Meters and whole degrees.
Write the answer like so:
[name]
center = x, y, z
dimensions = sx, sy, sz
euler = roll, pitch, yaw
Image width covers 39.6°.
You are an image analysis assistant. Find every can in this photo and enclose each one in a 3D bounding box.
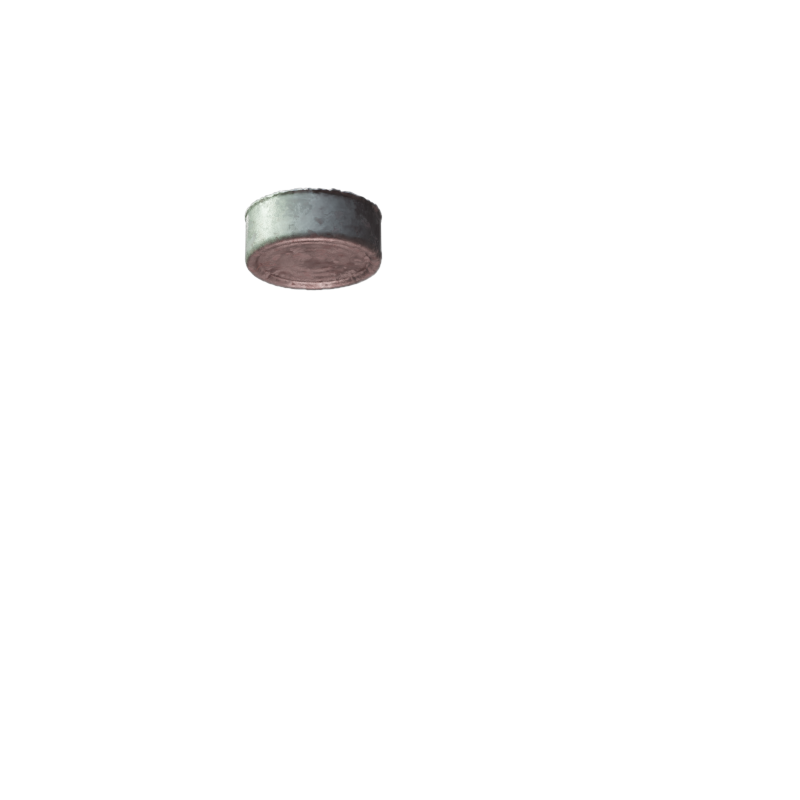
[can]
center = -0.054, -0.098, 0.685
dimensions = 0.086, 0.035, 0.082
euler = 0, -17, -2
